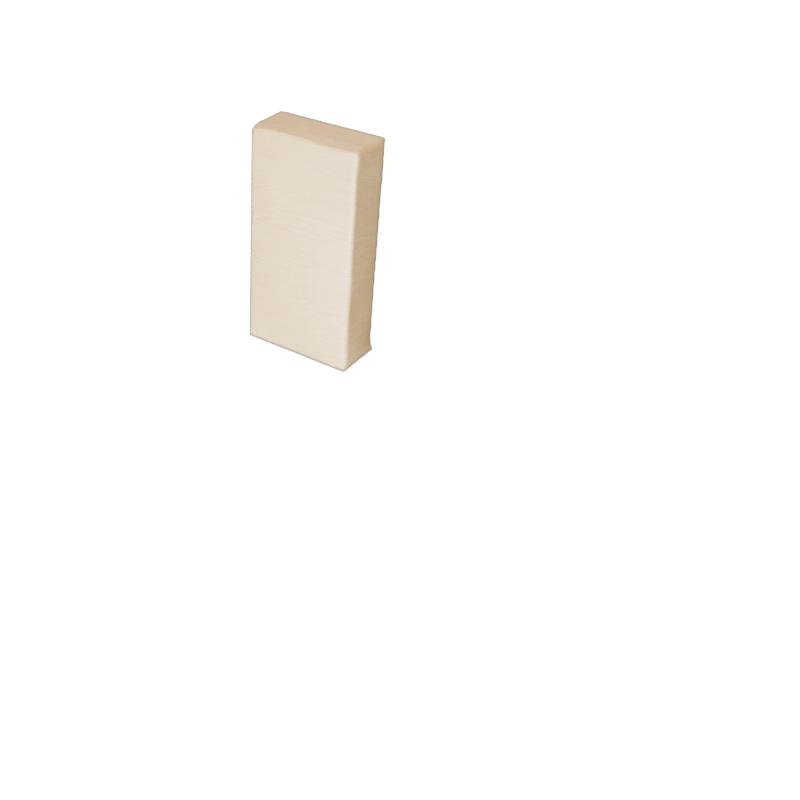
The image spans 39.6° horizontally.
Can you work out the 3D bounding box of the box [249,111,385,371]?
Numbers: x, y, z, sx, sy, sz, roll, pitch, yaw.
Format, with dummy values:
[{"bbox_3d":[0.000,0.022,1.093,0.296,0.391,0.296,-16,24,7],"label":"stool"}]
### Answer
[{"bbox_3d":[-0.065,-0.117,0.821,0.098,0.166,0.048,20,34,27],"label":"box"}]
